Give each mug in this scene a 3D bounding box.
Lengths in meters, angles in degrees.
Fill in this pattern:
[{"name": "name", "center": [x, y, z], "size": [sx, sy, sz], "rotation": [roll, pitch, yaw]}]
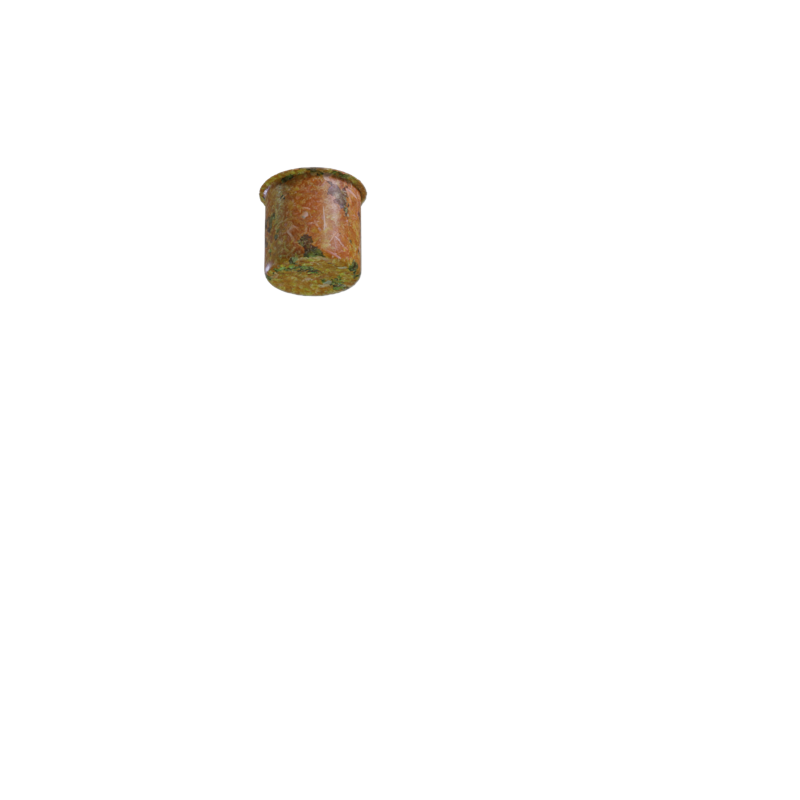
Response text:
[{"name": "mug", "center": [-0.074, -0.136, 0.949], "size": [0.093, 0.086, 0.111], "rotation": [0, -22, -2]}]
